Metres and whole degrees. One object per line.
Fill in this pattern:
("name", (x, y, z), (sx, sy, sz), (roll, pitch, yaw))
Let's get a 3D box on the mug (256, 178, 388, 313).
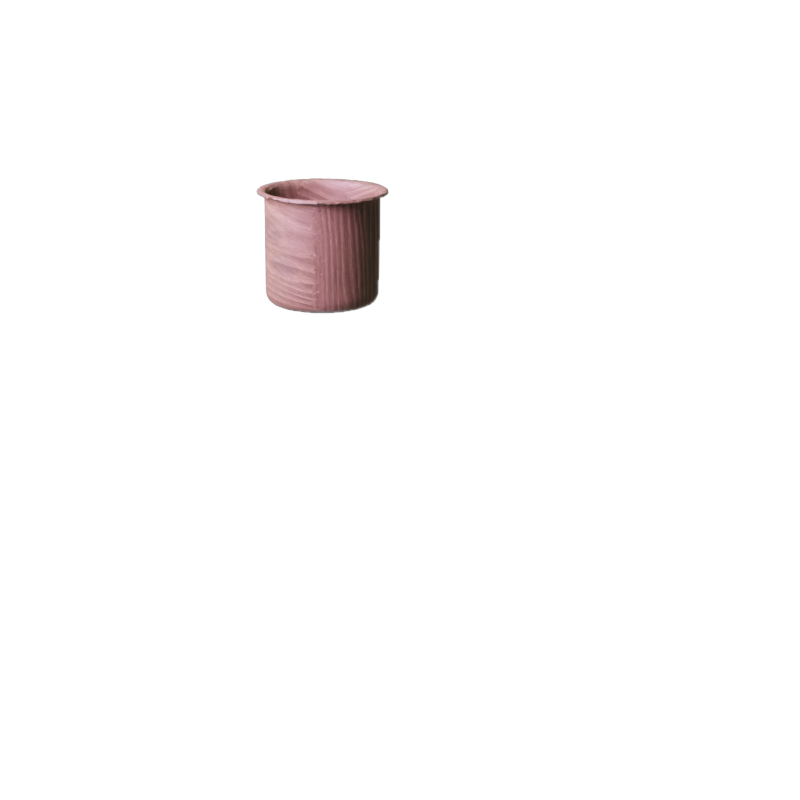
("mug", (-0.063, -0.114, 0.800), (0.091, 0.079, 0.124), (-11, 22, -33))
